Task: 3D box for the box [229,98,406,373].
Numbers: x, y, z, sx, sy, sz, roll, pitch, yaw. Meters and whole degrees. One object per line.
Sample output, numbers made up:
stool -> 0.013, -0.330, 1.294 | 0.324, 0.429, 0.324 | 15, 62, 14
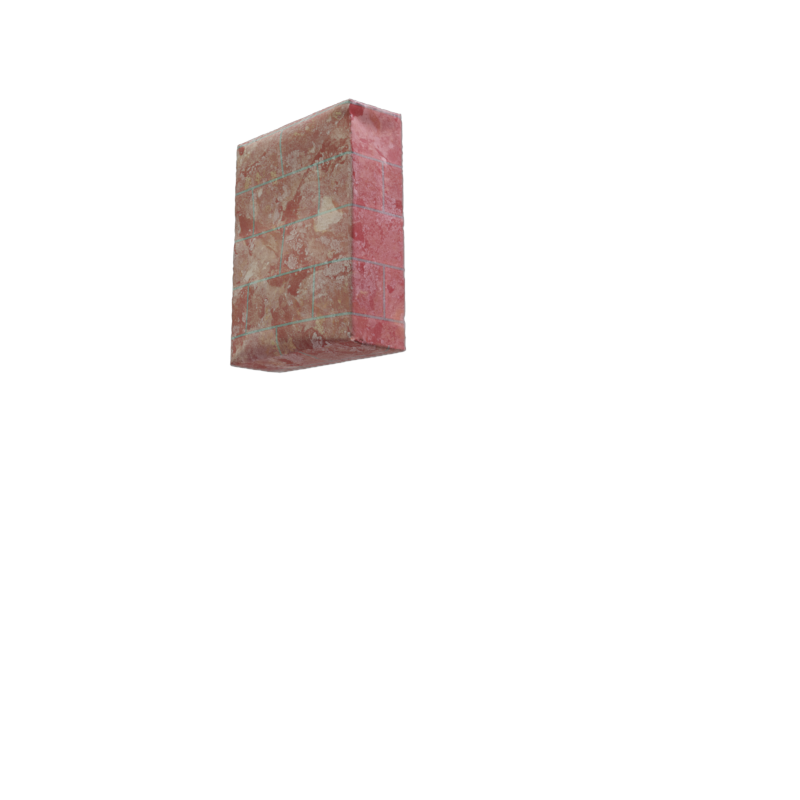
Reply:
box -> -0.077, -0.140, 0.981 | 0.068, 0.221, 0.168 | 12, -17, -43
